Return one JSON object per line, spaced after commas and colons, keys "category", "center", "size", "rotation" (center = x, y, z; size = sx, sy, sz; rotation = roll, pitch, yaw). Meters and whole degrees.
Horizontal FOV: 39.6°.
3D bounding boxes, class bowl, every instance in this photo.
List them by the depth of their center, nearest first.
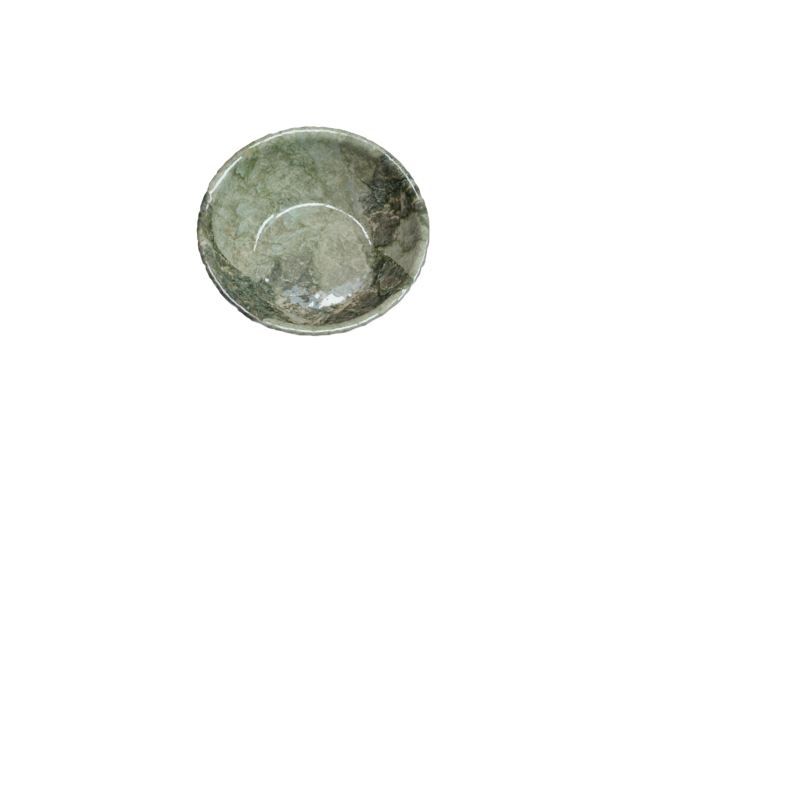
{"category": "bowl", "center": [-0.062, -0.113, 0.792], "size": [0.162, 0.171, 0.052], "rotation": [-1, -23, -1]}
